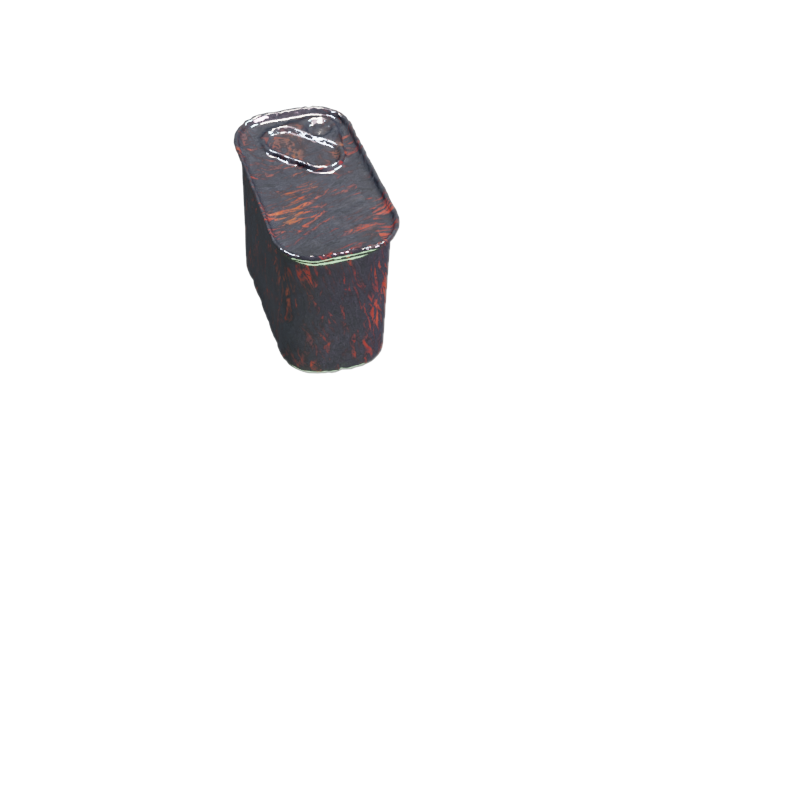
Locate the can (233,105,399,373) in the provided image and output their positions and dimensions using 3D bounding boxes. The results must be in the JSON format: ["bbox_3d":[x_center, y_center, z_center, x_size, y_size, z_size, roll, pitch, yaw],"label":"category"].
[{"bbox_3d":[-0.041,-0.075,0.528,0.057,0.110,0.078,-13,-40,-14],"label":"can"}]
